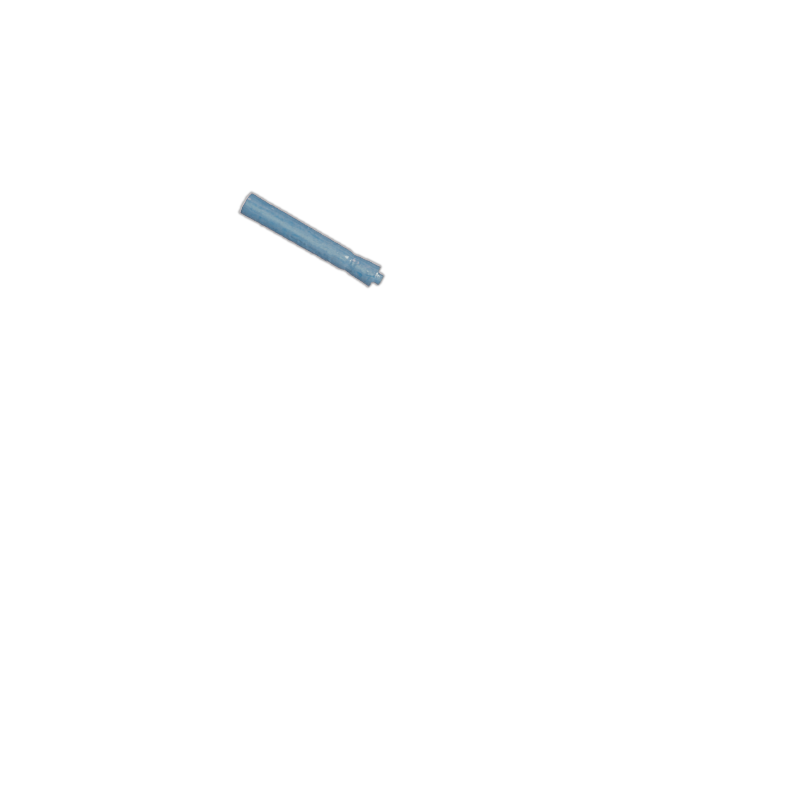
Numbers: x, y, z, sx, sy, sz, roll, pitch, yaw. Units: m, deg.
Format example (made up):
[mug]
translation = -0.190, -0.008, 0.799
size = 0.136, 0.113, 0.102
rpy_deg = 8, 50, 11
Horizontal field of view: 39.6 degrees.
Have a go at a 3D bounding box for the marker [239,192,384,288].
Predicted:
[marker]
translation = -0.066, -0.121, 0.850
size = 0.122, 0.020, 0.020
rpy_deg = 30, 4, 2
